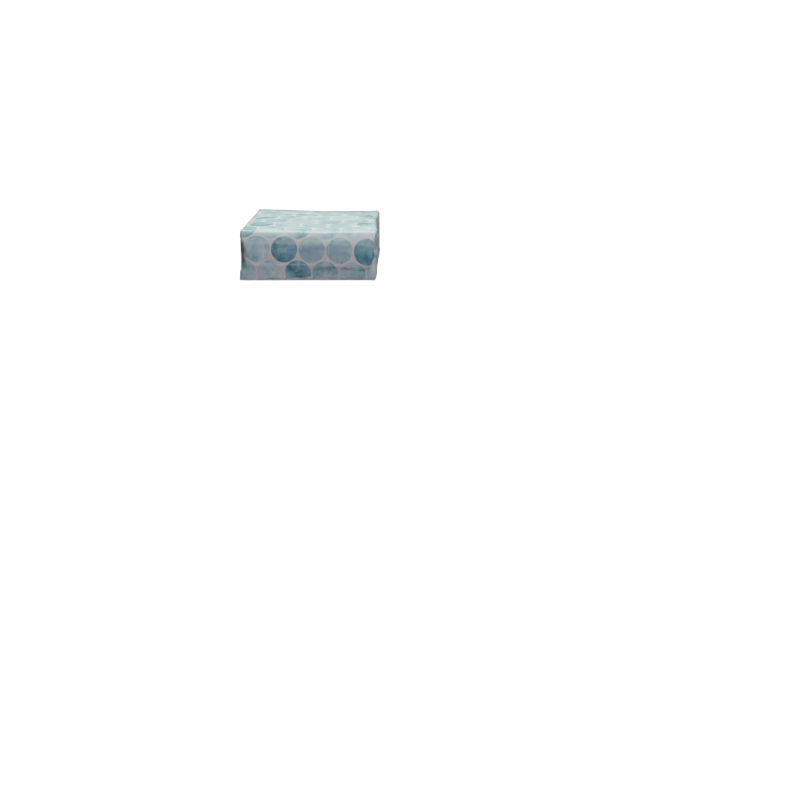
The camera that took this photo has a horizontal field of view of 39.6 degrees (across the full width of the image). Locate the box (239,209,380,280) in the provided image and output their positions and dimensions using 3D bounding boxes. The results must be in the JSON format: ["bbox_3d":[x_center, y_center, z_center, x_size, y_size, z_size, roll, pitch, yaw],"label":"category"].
[{"bbox_3d":[-0.049,-0.089,0.622,0.073,0.029,0.091,1,16,2],"label":"box"}]
